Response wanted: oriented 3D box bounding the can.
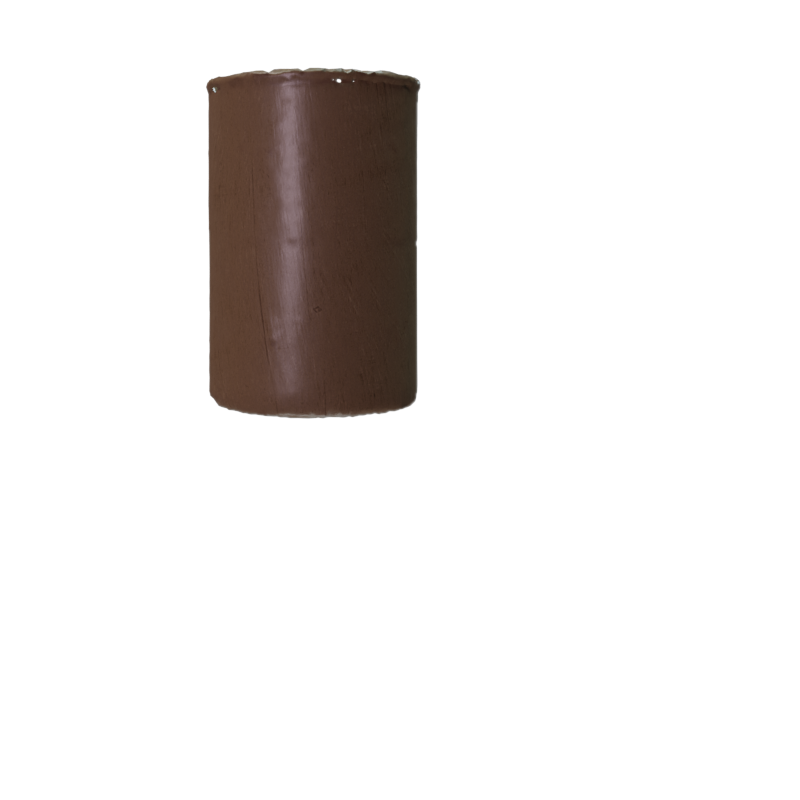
[{"bbox_3d":[-0.028,-0.051,0.354,0.068,0.102,0.069,0,3,-2],"label":"can"}]
